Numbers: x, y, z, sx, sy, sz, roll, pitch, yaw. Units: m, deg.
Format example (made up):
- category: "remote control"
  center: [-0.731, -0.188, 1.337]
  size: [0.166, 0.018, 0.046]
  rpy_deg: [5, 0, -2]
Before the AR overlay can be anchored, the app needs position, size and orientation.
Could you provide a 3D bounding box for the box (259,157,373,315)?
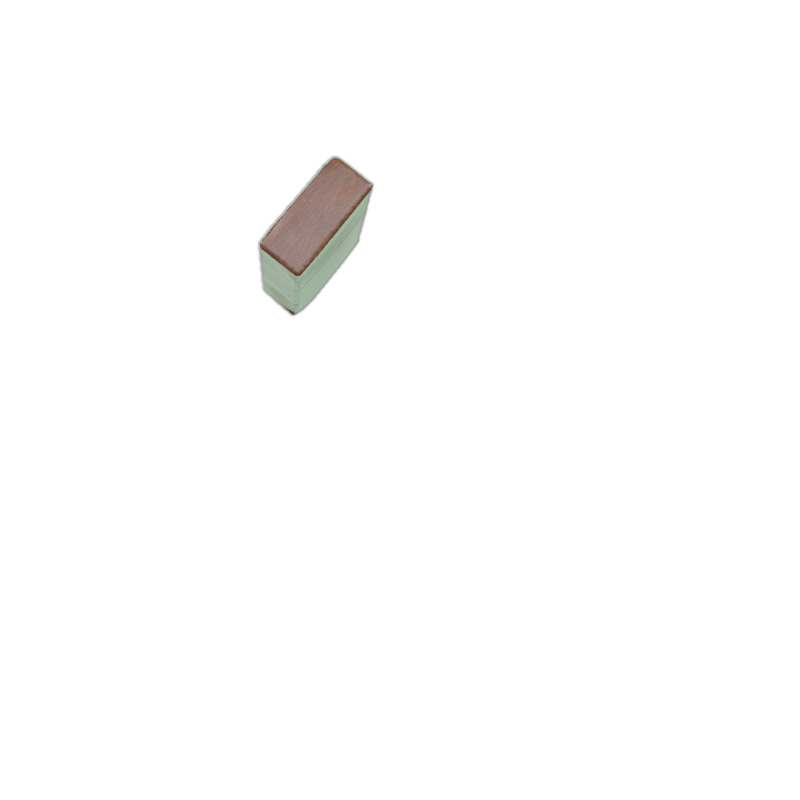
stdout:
- category: "box"
  center: [-0.071, -0.129, 0.902]
  size: [0.049, 0.094, 0.172]
  rpy_deg: [38, -10, 2]
